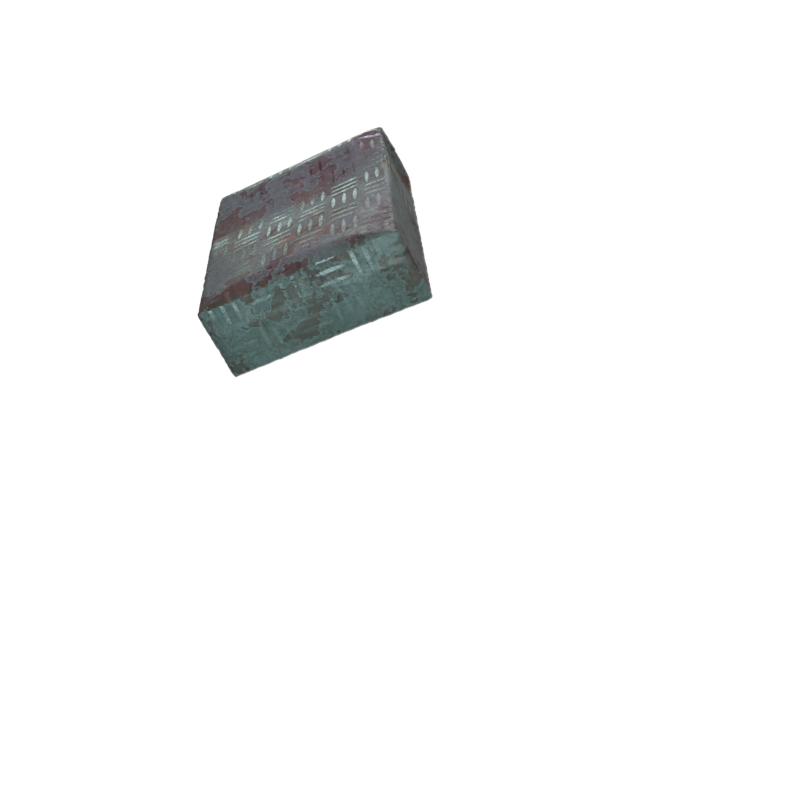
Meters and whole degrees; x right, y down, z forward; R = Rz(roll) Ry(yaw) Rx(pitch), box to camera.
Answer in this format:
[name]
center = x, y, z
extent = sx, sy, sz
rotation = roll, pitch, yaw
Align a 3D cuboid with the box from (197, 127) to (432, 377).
[box]
center = -0.070, -0.128, 0.897
extent = 0.164, 0.067, 0.227
rotation = -22, 31, 10
